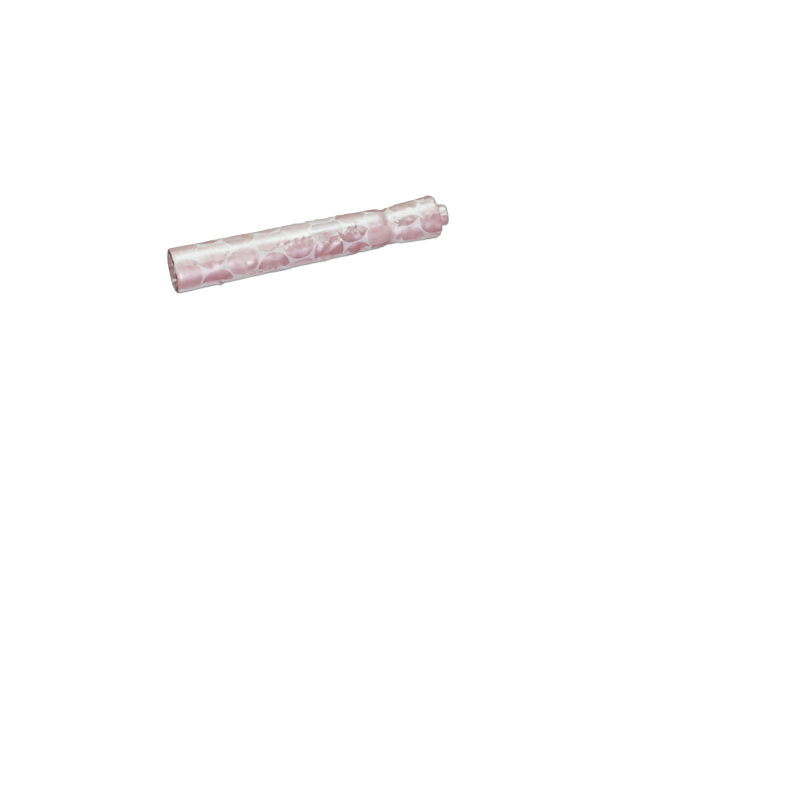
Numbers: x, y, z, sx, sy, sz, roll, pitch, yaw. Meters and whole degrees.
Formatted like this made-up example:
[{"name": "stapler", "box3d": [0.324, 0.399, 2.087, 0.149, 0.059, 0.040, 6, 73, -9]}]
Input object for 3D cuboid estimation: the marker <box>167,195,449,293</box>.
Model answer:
[{"name": "marker", "box3d": [-0.036, -0.066, 0.463, 0.119, 0.019, 0.020, -14, 8, -16]}]
